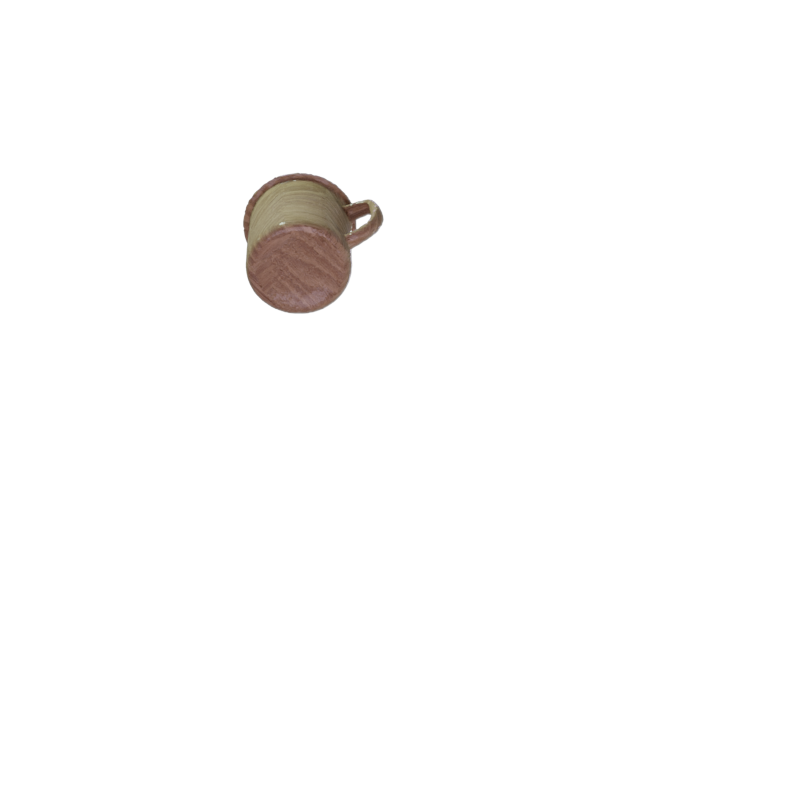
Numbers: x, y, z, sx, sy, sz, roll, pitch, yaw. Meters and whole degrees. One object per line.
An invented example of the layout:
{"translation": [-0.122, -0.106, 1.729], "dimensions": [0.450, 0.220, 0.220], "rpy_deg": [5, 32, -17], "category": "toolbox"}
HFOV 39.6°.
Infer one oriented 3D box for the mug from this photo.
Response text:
{"translation": [-0.068, -0.125, 0.872], "dimensions": [0.117, 0.087, 0.087], "rpy_deg": [-18, 30, 9], "category": "mug"}
